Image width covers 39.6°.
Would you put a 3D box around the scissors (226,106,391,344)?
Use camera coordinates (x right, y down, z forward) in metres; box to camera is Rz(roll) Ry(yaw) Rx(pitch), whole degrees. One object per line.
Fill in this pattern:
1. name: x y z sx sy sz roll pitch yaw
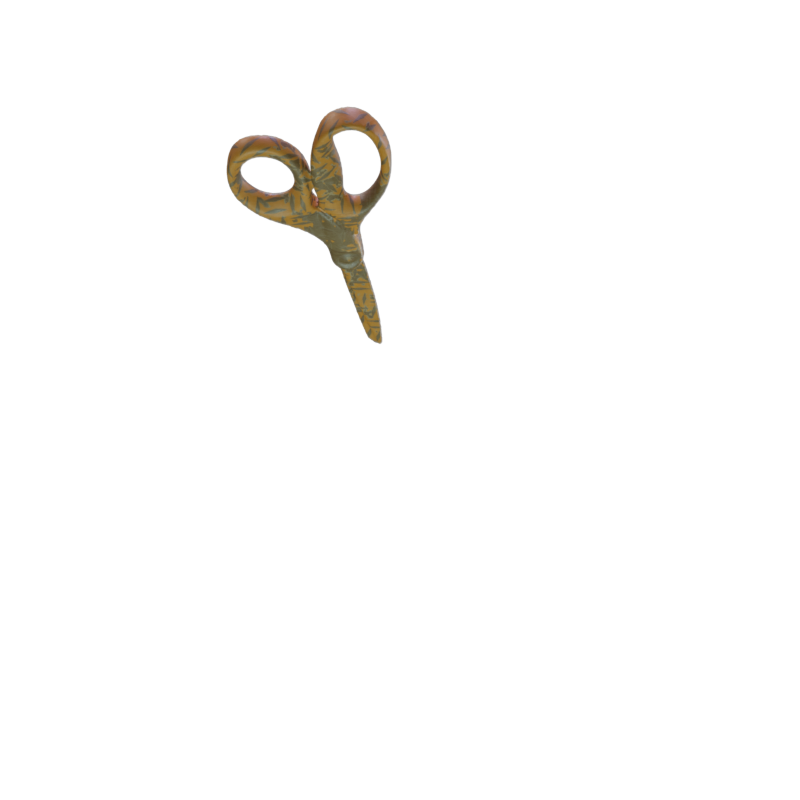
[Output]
1. scissors: -0.049 -0.090 0.632 0.096 0.017 0.189 3 -34 -4
